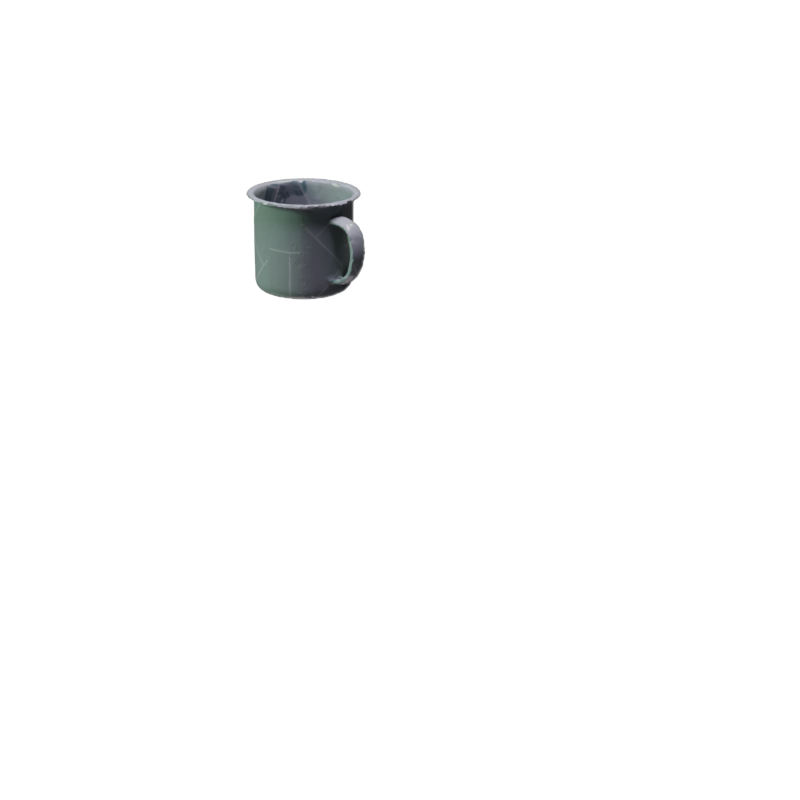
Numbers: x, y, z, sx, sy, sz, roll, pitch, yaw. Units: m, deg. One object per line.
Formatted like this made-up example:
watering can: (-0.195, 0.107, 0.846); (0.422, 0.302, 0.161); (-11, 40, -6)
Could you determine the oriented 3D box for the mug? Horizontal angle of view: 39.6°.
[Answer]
mug: (-0.071, -0.130, 0.908); (0.092, 0.078, 0.124); (-19, 29, -40)
